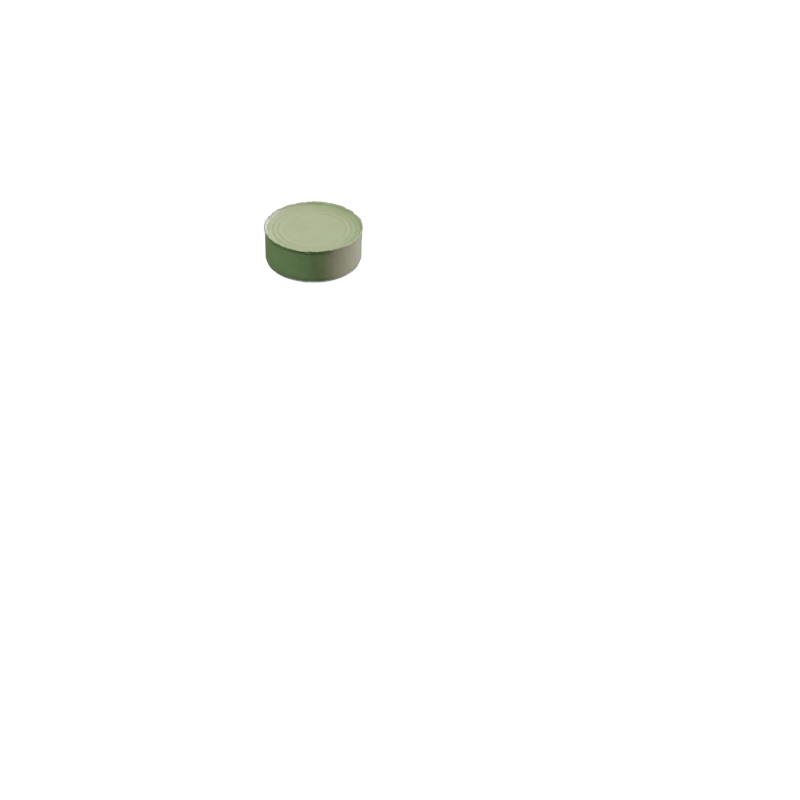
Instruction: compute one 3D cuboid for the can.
[{"bbox_3d":[-0.076,-0.138,0.966,0.086,0.031,0.092,-1,36,-2],"label":"can"}]
